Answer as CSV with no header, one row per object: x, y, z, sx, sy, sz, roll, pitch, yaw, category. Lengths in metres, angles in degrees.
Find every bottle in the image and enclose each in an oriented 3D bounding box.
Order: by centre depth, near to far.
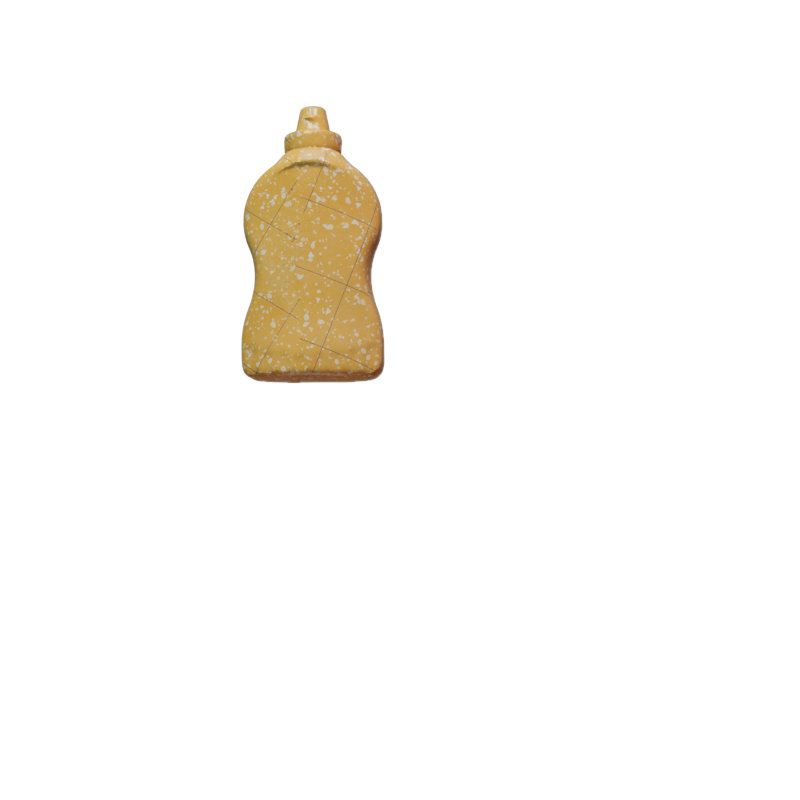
-0.060,-0.110,0.769,0.097,0.197,0.056,-2,-11,6,bottle
